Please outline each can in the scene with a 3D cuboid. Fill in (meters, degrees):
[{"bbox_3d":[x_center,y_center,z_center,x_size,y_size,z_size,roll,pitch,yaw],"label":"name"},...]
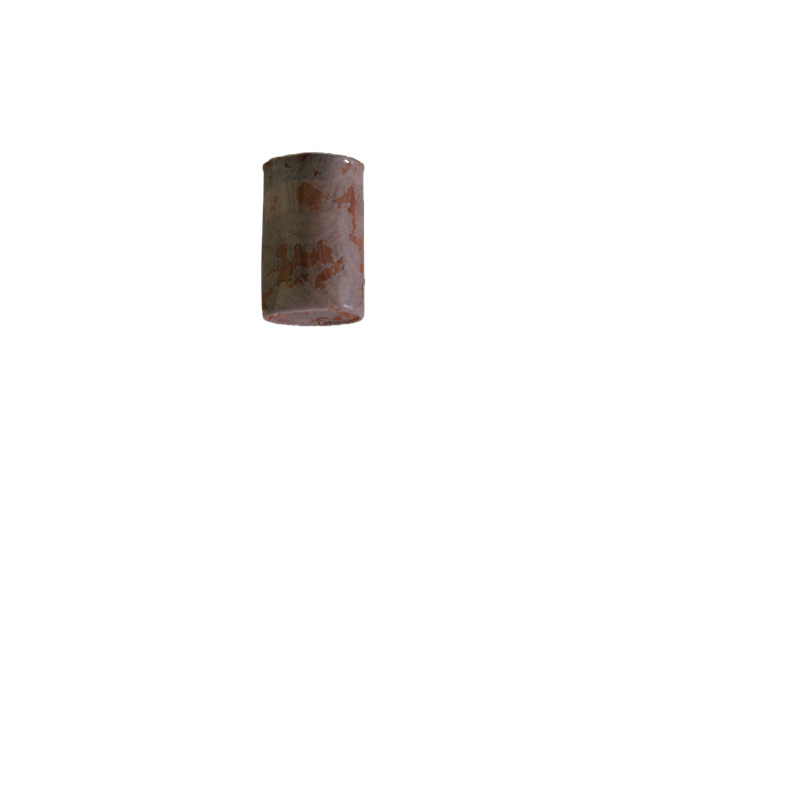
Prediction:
[{"bbox_3d":[-0.057,-0.103,0.722,0.068,0.105,0.067,0,-10,-2],"label":"can"}]
